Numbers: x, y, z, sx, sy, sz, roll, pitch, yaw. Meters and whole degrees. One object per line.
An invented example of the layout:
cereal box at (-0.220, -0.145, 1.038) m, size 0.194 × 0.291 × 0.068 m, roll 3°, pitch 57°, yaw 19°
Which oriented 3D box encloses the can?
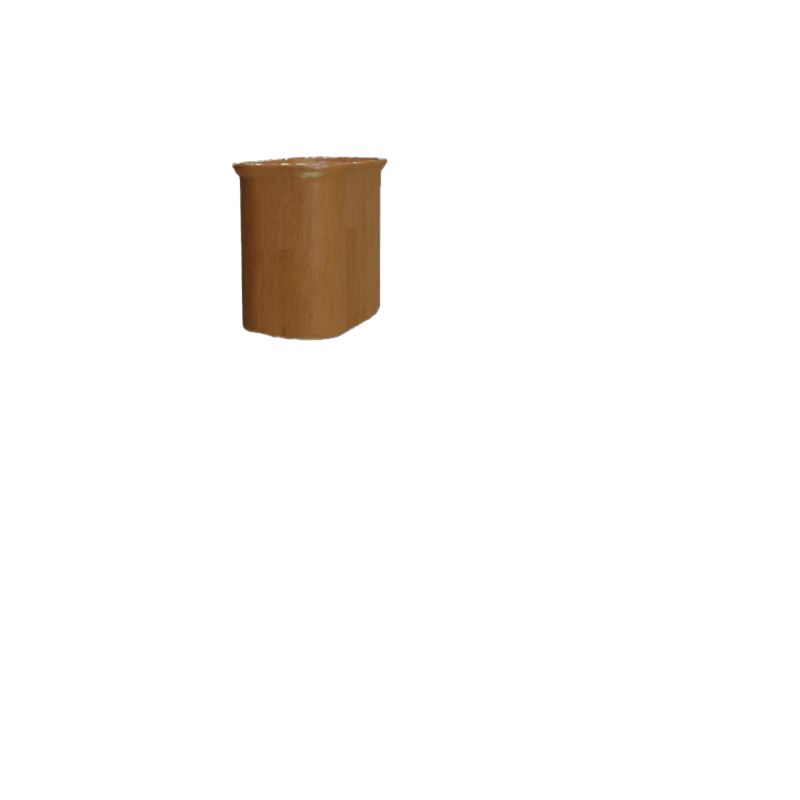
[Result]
can at (-0.044, -0.081, 0.565) m, size 0.059 × 0.082 × 0.102 m, roll 3°, pitch 11°, yaw 17°
